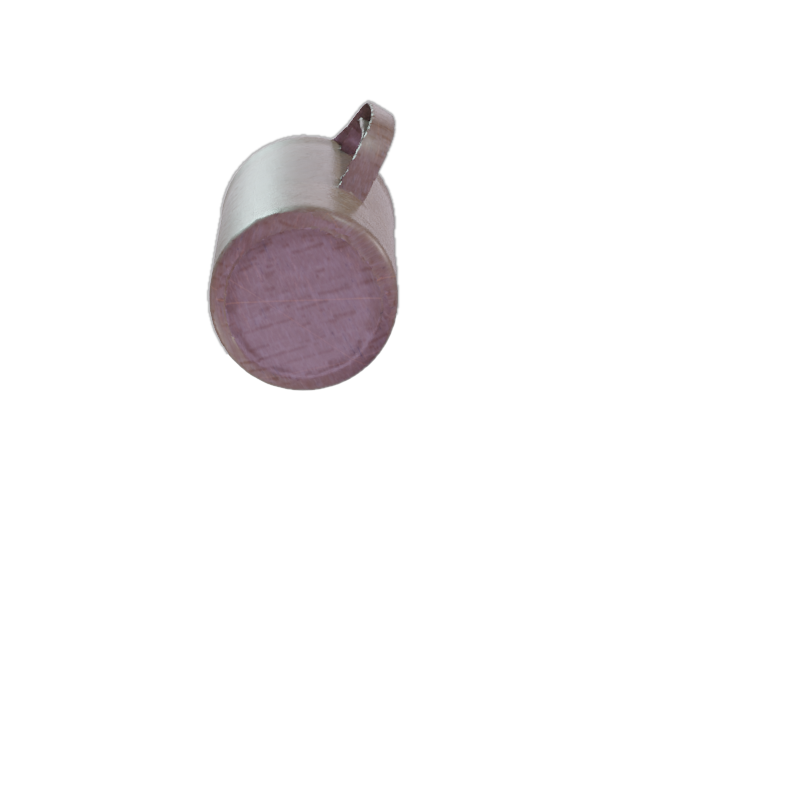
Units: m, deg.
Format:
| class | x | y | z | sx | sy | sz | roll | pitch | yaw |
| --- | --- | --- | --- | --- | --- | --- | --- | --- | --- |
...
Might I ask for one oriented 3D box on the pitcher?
| class | x | y | z | sx | sy | sz | roll | pitch | yaw |
| --- | --- | --- | --- | --- | --- | --- | --- | --- | --- |
| pitcher | -0.057 | -0.104 | 0.732 | 0.145 | 0.144 | 0.252 | -13 | 18 | 1 |
